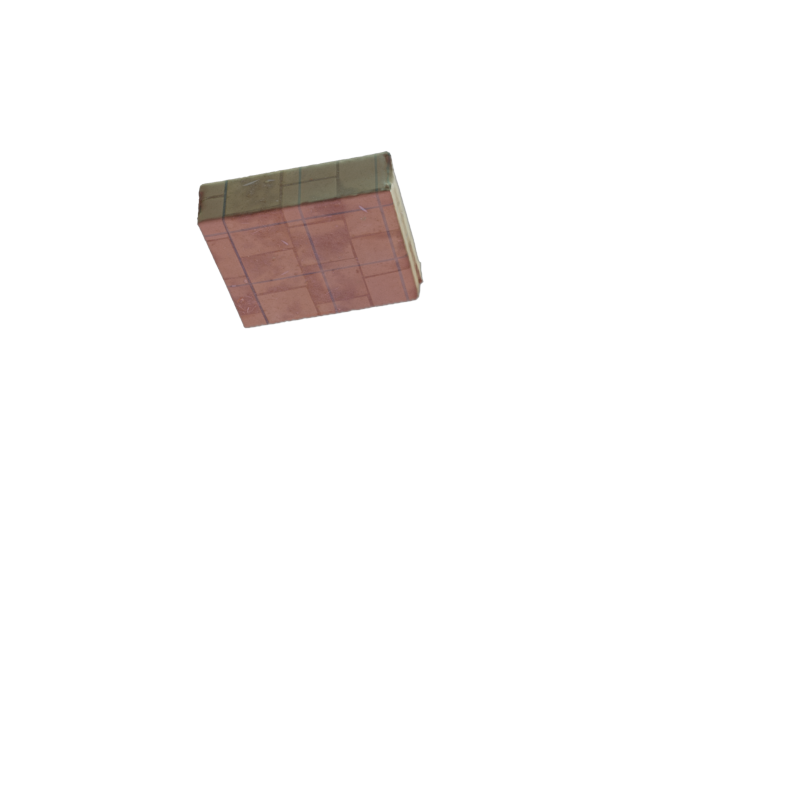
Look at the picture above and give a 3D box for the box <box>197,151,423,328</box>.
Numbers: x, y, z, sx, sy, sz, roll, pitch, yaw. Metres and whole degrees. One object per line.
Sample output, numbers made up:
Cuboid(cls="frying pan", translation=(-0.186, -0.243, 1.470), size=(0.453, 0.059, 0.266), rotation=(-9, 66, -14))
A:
Cuboid(cls="box", translation=(-0.040, -0.073, 0.508), size=(0.090, 0.032, 0.067), rotation=(-9, -41, 10))
